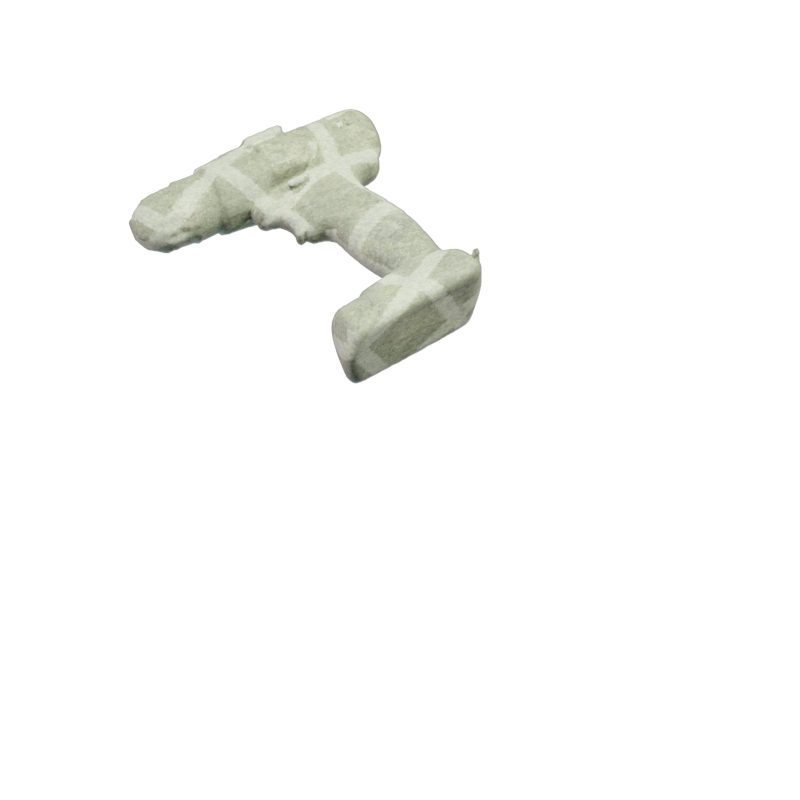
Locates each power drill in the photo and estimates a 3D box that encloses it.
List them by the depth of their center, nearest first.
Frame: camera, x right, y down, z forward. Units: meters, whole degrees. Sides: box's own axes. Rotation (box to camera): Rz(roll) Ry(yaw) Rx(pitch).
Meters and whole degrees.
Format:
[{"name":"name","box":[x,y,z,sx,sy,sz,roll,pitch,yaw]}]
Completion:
[{"name":"power drill","box":[-0.055,-0.100,0.703,0.184,0.201,0.053,-28,-33,-21]}]
